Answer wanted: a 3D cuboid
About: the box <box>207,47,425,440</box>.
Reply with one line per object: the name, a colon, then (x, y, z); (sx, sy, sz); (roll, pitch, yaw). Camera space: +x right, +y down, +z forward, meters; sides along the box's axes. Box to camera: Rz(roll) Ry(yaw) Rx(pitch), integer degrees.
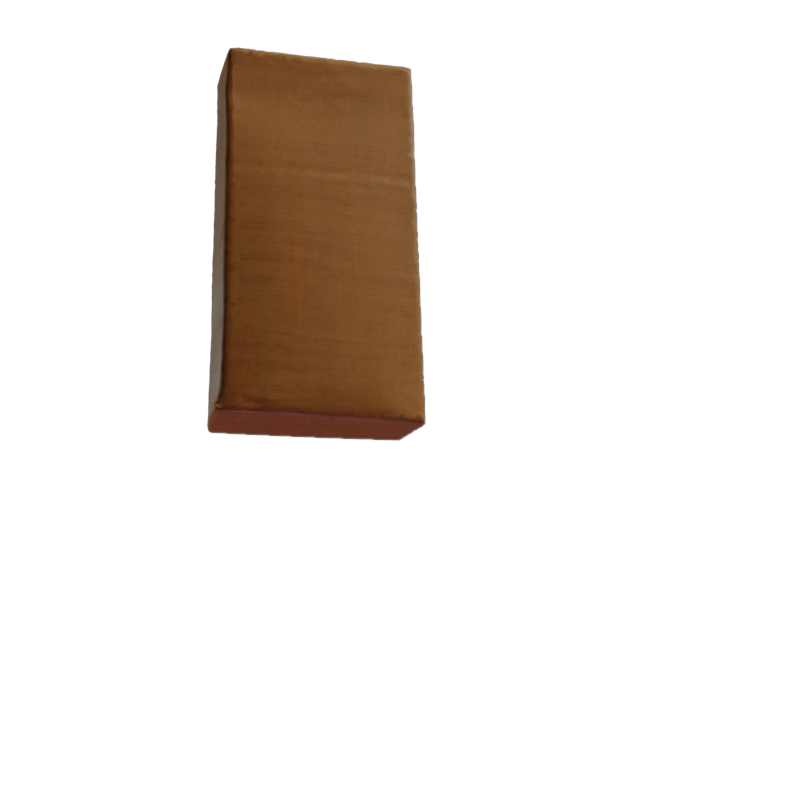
box: (-0.040, -0.073, 0.516); (0.092, 0.185, 0.046); (4, -22, -13)
